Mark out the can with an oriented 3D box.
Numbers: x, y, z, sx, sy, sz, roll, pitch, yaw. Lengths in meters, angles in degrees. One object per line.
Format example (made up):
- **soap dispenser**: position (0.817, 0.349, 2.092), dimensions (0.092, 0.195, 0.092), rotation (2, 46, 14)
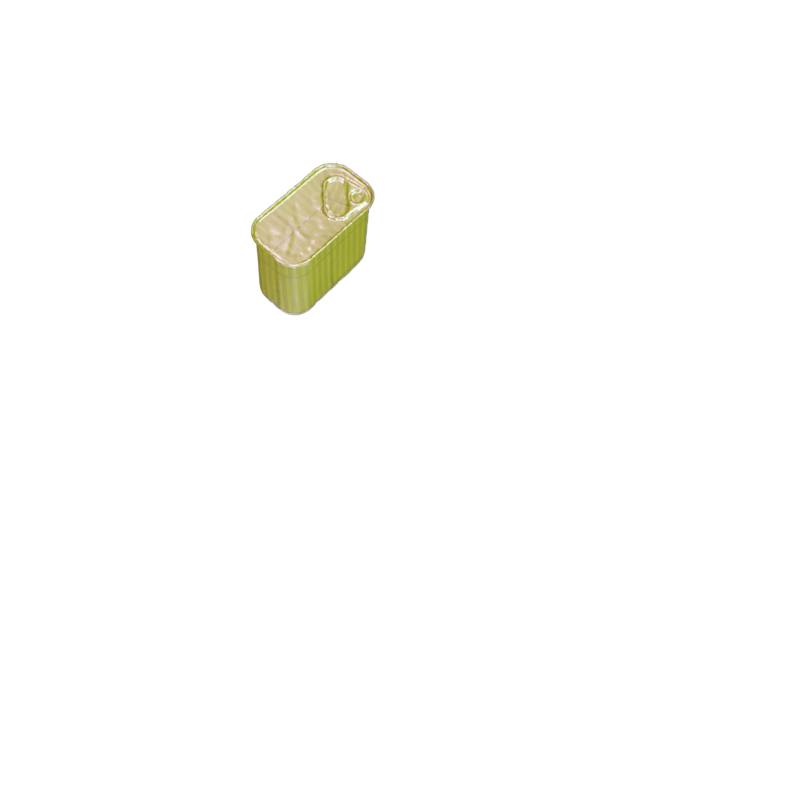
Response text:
- **can**: position (-0.070, -0.127, 0.892), dimensions (0.060, 0.103, 0.079), rotation (38, -24, 17)
